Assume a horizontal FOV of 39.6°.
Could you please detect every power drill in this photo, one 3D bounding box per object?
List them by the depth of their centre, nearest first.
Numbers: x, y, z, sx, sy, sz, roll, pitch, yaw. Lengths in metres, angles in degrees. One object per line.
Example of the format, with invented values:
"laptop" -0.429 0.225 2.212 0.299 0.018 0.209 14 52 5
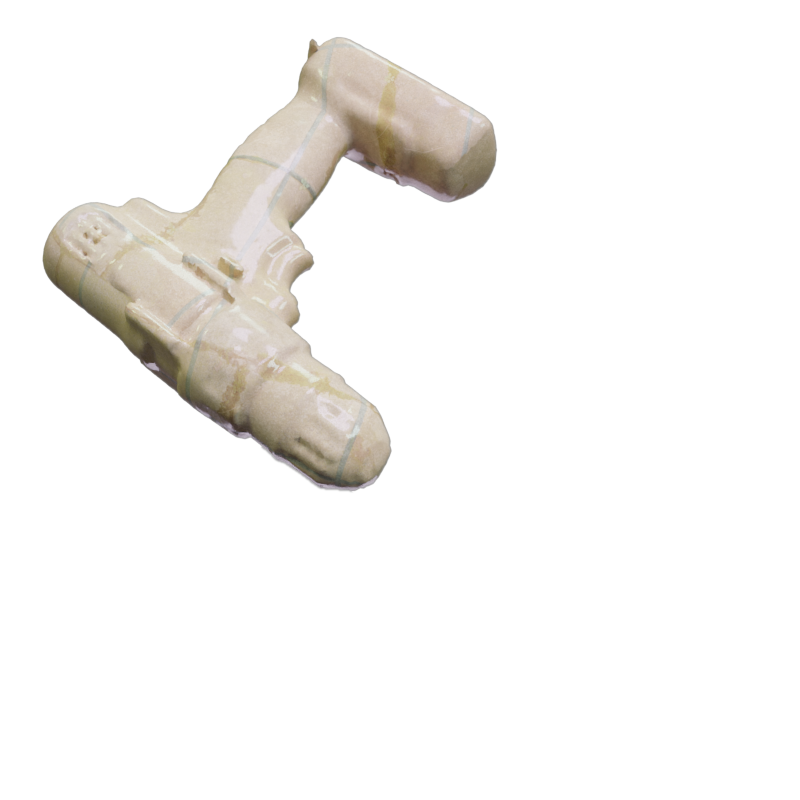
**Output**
"power drill" -0.039 -0.072 0.501 0.193 0.191 0.054 34 -27 20
